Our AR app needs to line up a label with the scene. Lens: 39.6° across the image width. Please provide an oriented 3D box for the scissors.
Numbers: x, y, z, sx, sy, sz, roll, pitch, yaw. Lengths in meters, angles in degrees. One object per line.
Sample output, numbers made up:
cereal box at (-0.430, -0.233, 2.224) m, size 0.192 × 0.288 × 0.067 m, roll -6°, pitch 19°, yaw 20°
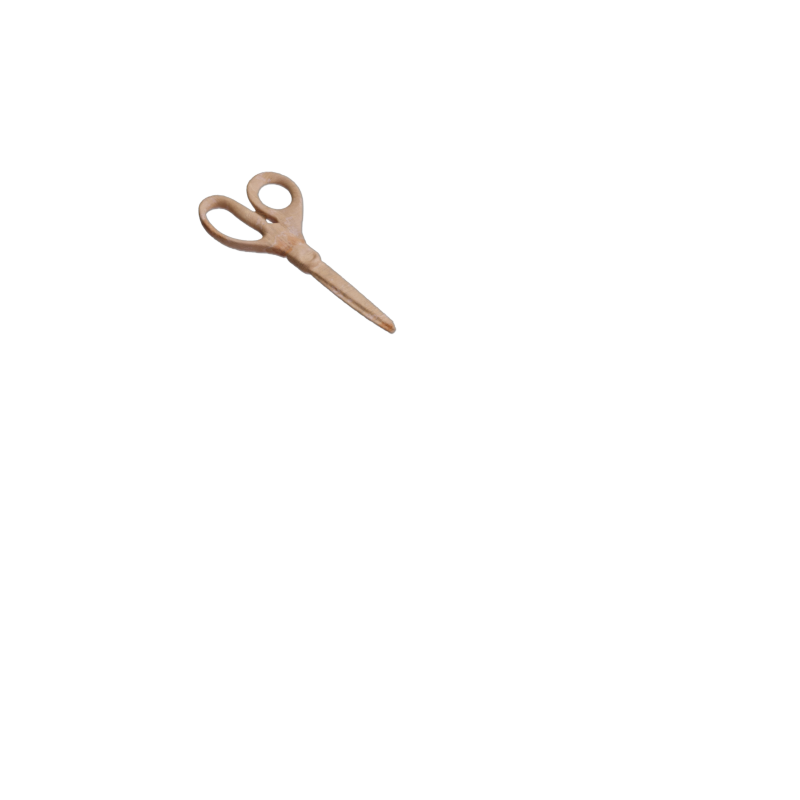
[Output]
scissors at (-0.071, -0.129, 0.904) m, size 0.210 × 0.099 × 0.015 m, roll 26°, pitch -33°, yaw 19°
